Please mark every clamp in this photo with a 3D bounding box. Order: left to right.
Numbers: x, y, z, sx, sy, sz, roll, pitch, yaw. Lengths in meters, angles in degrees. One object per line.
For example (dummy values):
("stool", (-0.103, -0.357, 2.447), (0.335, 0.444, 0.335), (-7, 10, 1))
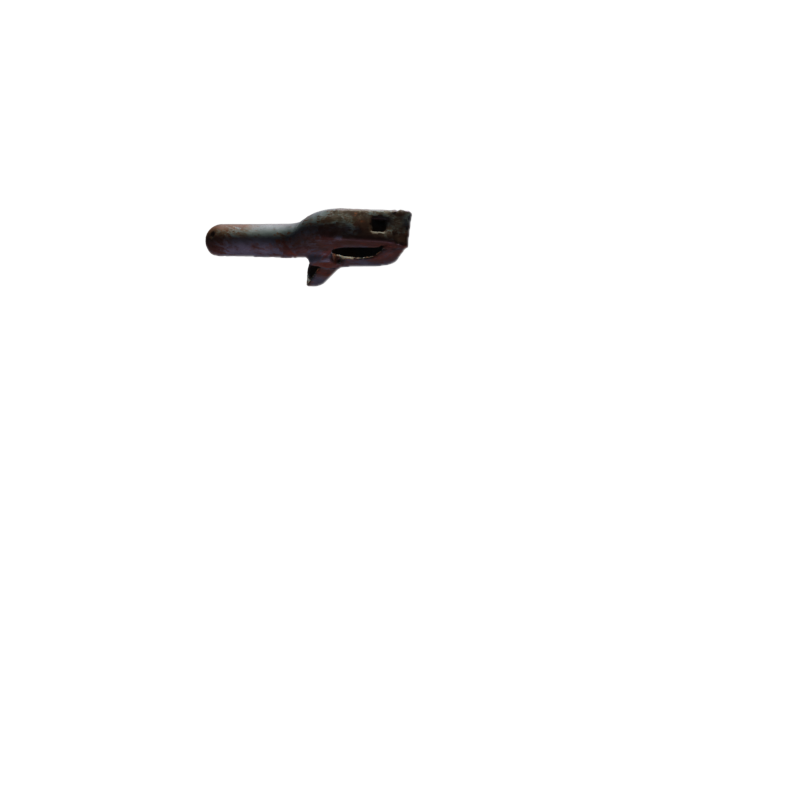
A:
("clamp", (-0.066, -0.120, 0.842), (0.115, 0.040, 0.174), (6, -10, -36))
